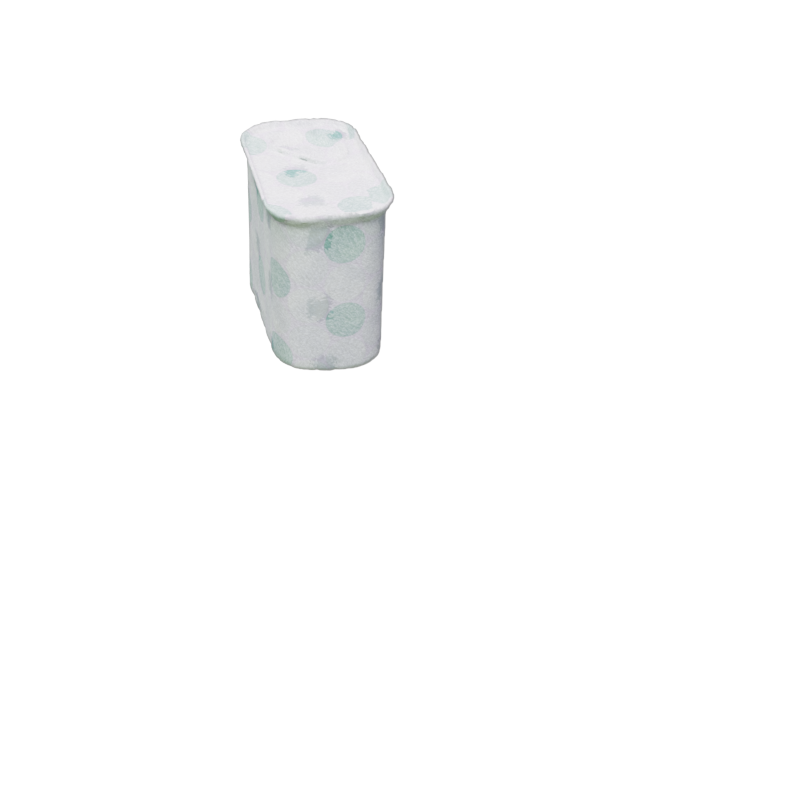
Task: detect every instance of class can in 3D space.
[{"bbox_3d":[-0.041,-0.075,0.526,0.057,0.079,0.110,-7,35,-13],"label":"can"}]
